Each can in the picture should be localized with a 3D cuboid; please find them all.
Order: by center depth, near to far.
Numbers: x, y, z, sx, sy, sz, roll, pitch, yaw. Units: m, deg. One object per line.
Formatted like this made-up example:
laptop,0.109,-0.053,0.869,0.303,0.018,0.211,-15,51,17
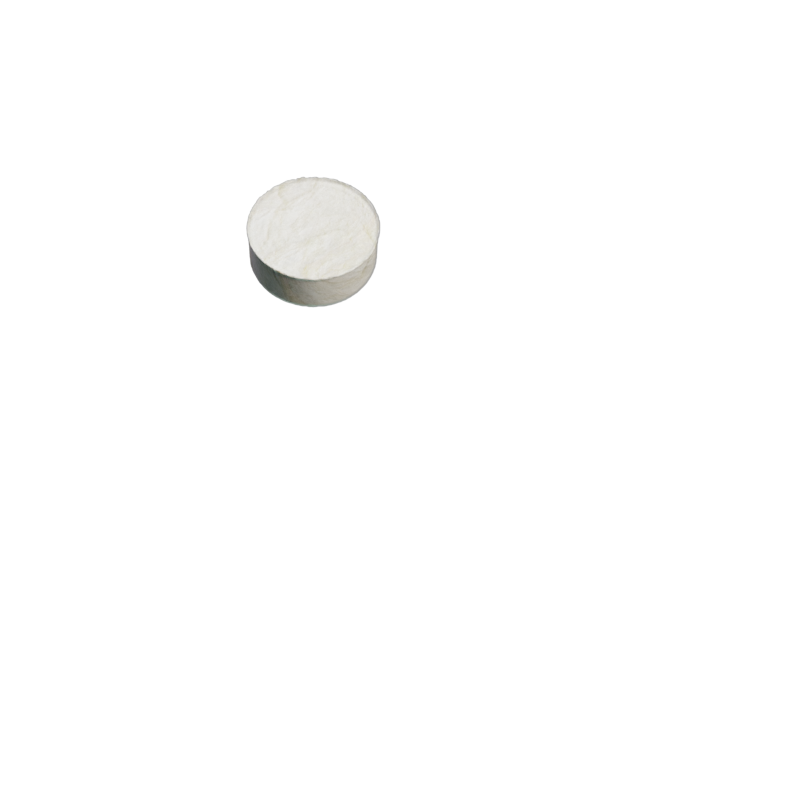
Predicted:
can,-0.057,-0.103,0.723,0.086,0.092,0.031,-1,-36,-1
